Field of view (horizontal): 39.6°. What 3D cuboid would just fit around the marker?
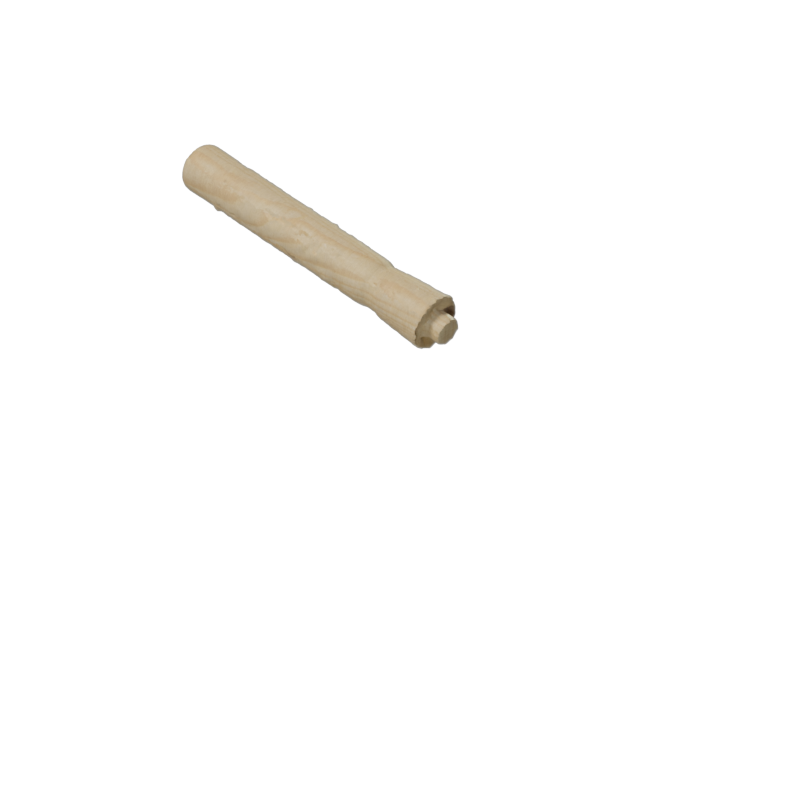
[{"bbox_3d":[-0.029,-0.053,0.369,0.129,0.019,0.019,37,25,33],"label":"marker"}]
